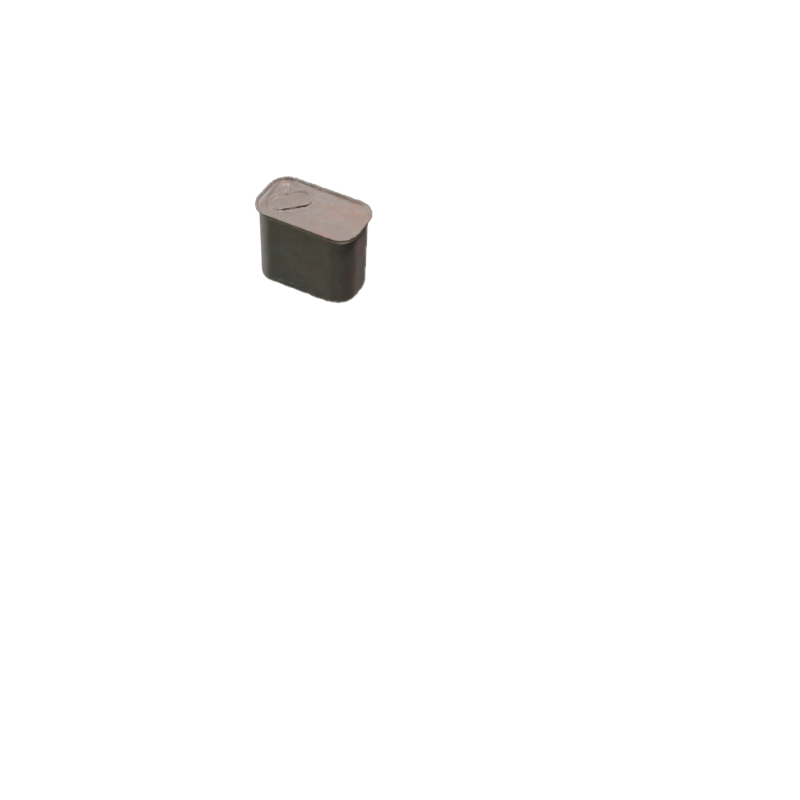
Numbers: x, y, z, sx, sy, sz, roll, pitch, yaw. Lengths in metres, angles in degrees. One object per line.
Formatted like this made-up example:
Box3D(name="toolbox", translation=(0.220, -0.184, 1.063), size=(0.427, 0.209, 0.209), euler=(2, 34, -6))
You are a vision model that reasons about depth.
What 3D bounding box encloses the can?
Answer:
Box3D(name="can", translation=(-0.078, -0.143, 0.998), size=(0.106, 0.078, 0.059), euler=(22, 50, 18))
